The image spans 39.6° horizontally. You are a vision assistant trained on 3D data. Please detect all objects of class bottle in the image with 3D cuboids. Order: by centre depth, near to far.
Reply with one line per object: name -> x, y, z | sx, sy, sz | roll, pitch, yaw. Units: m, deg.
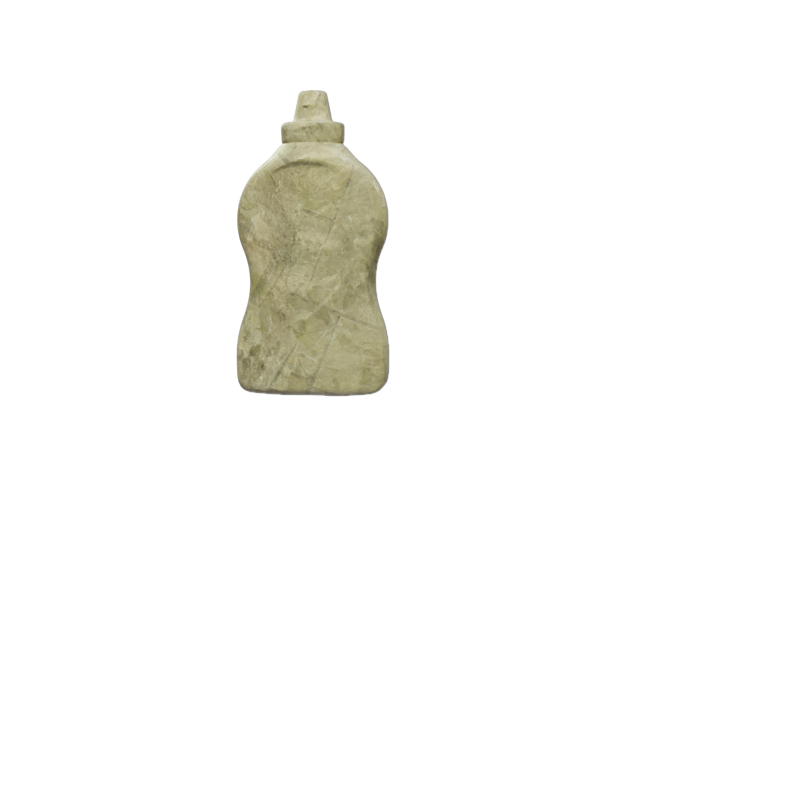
bottle -> -0.056, -0.101, 0.709 | 0.097, 0.191, 0.058 | 0, 1, 9
